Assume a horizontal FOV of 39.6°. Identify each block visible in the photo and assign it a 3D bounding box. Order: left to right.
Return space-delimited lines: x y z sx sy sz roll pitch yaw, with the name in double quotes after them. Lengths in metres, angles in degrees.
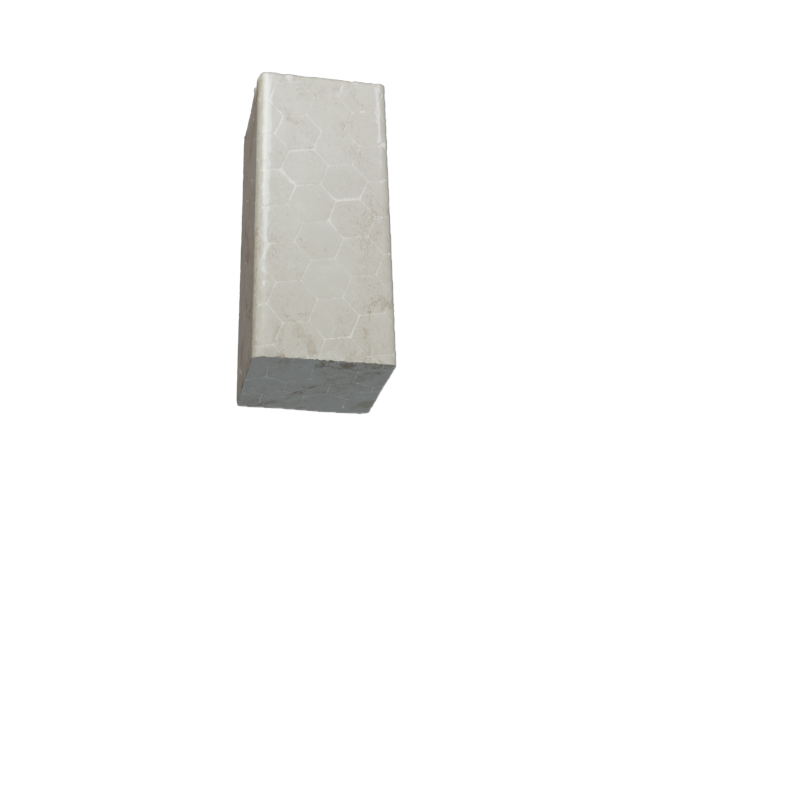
-0.059 -0.105 0.739 0.089 0.218 0.087 4 -26 -11 "block"
